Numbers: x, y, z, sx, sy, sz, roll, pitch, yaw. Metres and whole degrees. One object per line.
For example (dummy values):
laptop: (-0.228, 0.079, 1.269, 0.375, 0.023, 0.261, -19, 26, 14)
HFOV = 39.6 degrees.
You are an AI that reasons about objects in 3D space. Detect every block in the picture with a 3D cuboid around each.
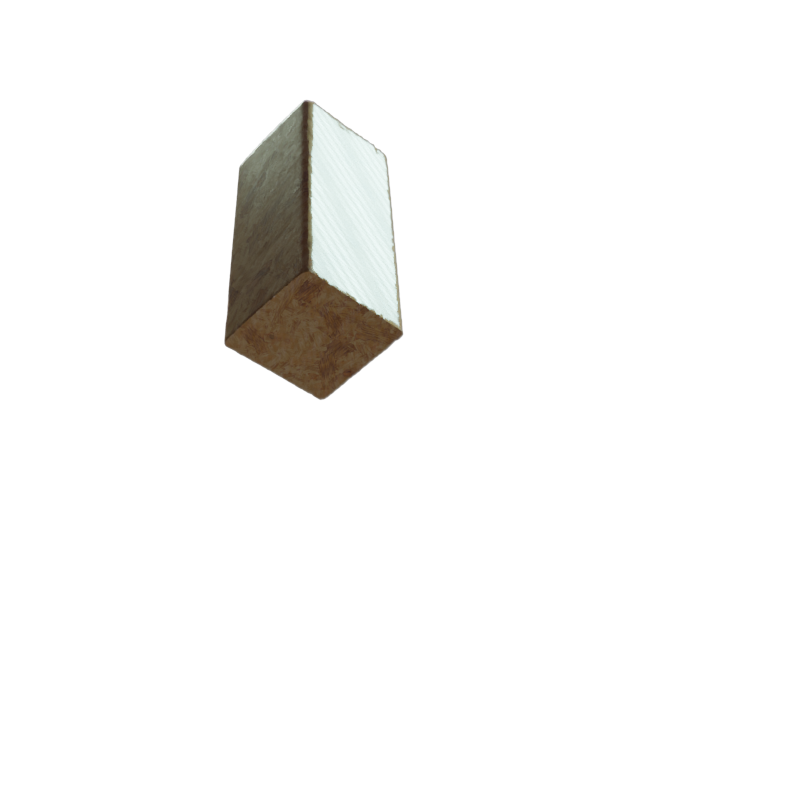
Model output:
block: (-0.064, -0.118, 0.824, 0.086, 0.221, 0.089, 32, -56, -29)
